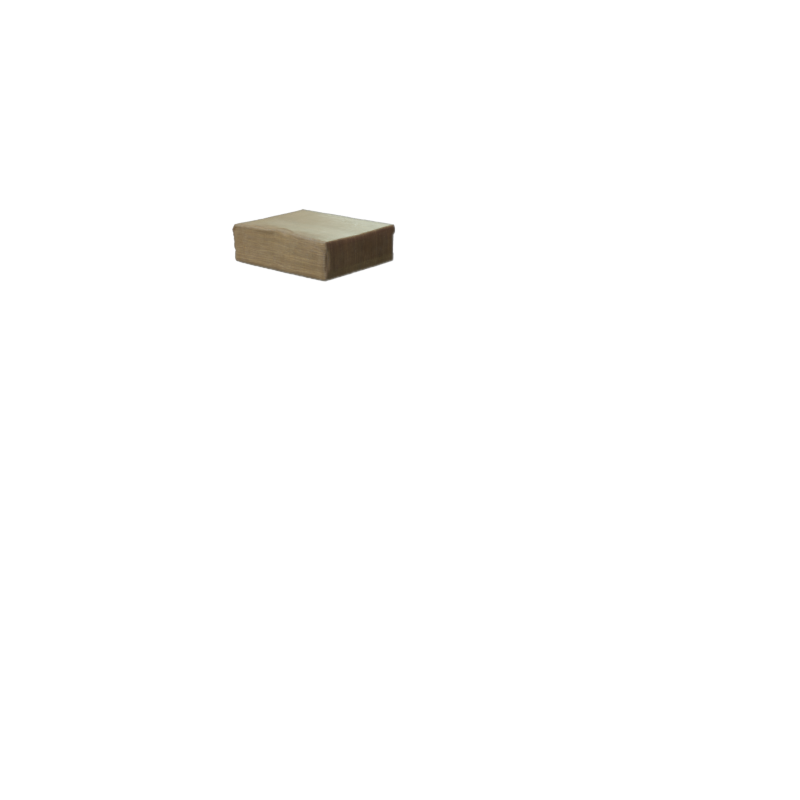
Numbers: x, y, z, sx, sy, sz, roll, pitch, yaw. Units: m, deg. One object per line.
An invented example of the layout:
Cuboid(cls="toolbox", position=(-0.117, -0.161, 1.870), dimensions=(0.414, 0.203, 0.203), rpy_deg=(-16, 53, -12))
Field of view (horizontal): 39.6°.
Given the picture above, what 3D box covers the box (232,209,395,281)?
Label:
Cuboid(cls="box", position=(-0.061, -0.110, 0.771), dimensions=(0.094, 0.029, 0.072), rpy_deg=(16, 25, 38))
